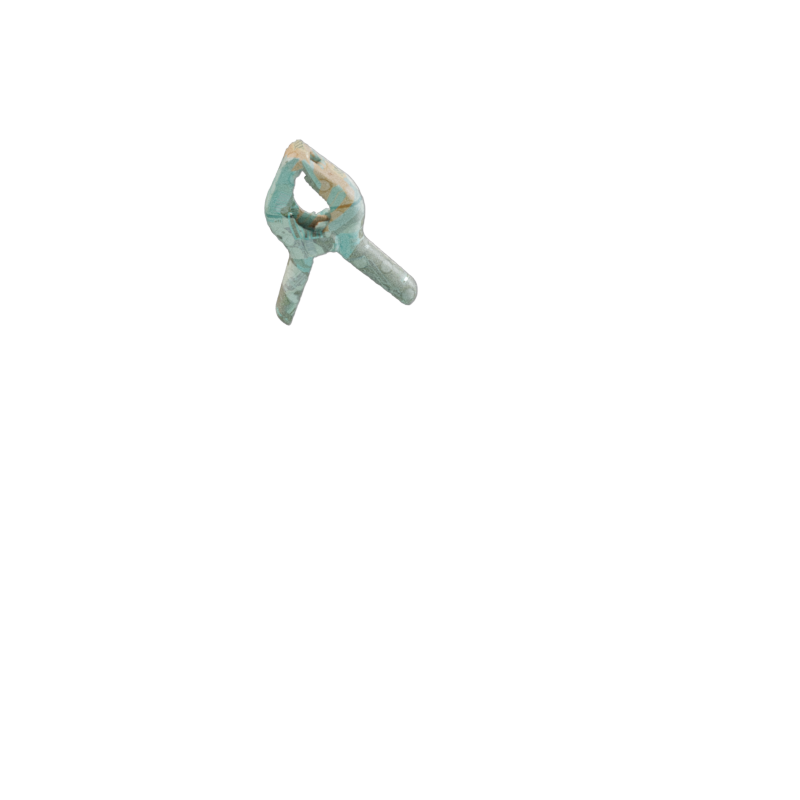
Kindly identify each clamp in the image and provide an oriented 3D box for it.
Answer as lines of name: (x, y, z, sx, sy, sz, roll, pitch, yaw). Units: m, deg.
clamp: (-0.070, -0.127, 0.890, 0.121, 0.160, 0.042, -20, 33, 13)
